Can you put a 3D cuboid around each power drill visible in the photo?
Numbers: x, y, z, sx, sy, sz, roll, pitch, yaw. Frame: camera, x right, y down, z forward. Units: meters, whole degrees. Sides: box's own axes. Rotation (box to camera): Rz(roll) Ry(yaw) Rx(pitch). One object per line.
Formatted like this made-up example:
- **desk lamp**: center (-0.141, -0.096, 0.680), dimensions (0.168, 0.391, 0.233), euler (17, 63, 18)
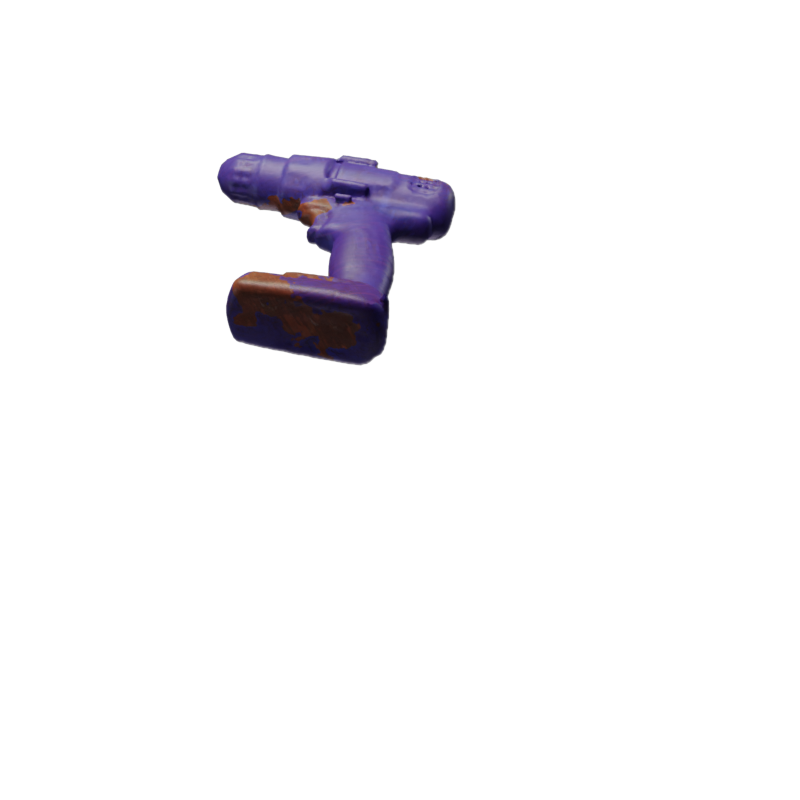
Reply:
- **power drill**: center (-0.062, -0.113, 0.792), dimensions (0.187, 0.053, 0.198), euler (8, 42, 9)
